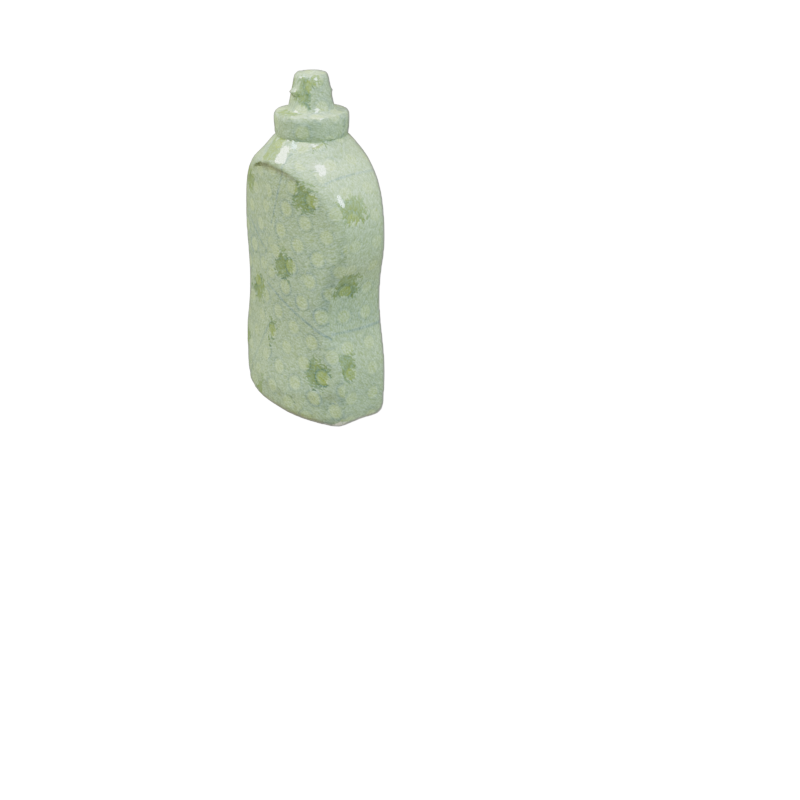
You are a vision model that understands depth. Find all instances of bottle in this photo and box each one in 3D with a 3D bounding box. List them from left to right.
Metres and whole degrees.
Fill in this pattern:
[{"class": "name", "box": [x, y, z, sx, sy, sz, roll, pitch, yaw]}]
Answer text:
[{"class": "bottle", "box": [-0.049, -0.089, 0.621, 0.057, 0.183, 0.102, -13, 26, -35]}]
